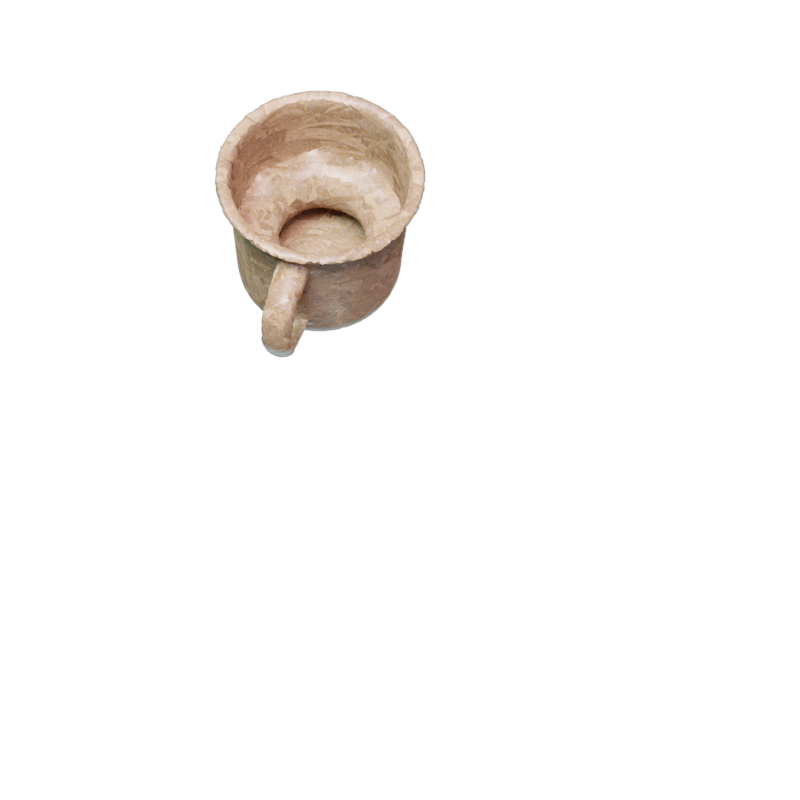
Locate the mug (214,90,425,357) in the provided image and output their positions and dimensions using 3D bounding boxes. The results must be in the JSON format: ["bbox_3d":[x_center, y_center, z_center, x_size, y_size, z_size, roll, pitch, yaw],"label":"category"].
[{"bbox_3d":[-0.040,-0.074,0.517,0.094,0.123,0.077,12,-28,4],"label":"mug"}]
